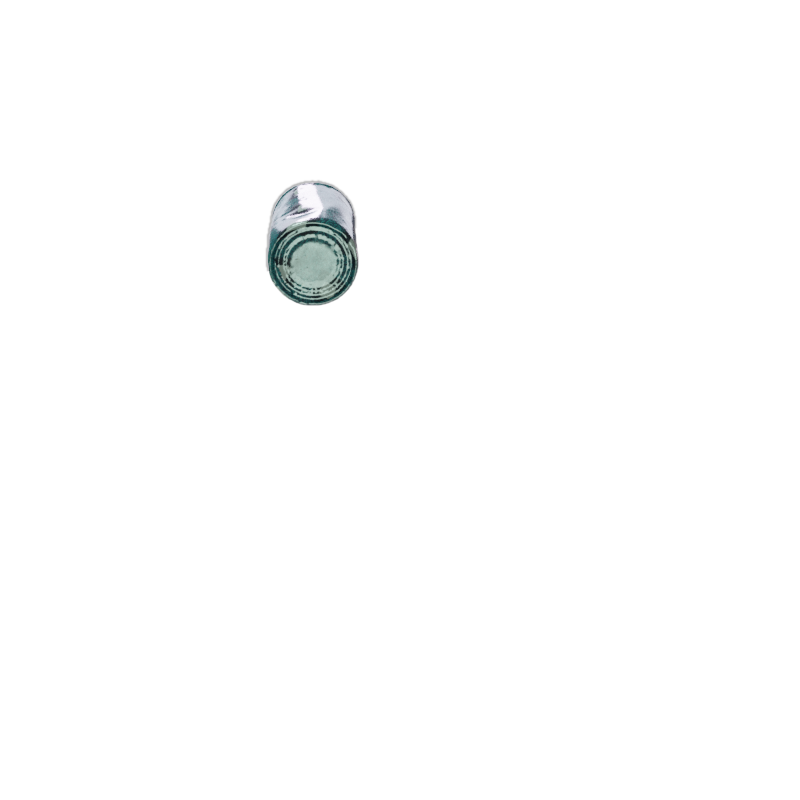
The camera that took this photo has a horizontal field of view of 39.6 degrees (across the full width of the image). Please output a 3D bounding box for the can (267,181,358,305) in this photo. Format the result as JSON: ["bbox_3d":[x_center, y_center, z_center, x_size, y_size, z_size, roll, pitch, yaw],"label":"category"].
[{"bbox_3d":[-0.066,-0.121,0.844,0.068,0.065,0.107,0,24,-3],"label":"can"}]
